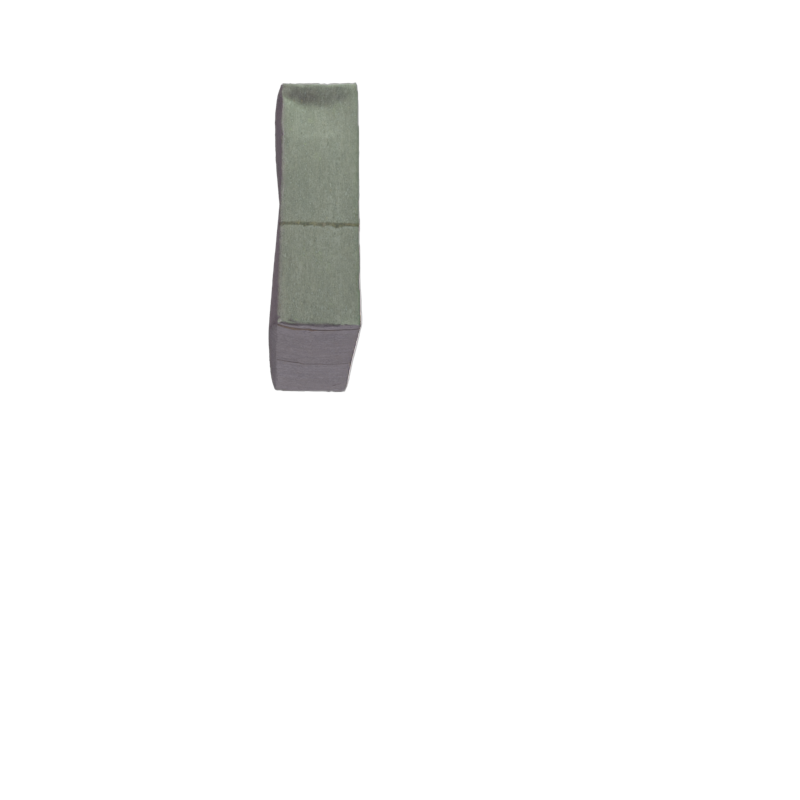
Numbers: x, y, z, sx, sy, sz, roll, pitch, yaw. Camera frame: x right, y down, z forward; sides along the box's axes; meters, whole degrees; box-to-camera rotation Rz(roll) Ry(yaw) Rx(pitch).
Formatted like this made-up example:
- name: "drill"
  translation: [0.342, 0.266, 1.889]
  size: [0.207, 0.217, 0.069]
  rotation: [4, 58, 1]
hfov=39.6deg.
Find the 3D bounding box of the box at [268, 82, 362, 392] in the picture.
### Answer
- name: "box"
  translation: [-0.072, -0.132, 0.924]
  size: [0.071, 0.225, 0.157]
  rotation: [1, -21, -6]
